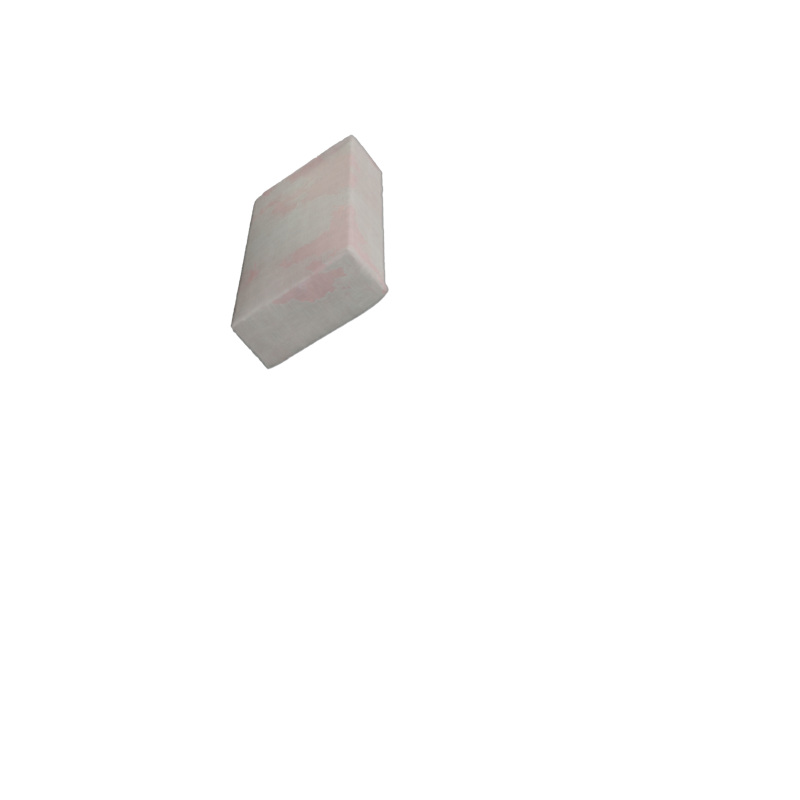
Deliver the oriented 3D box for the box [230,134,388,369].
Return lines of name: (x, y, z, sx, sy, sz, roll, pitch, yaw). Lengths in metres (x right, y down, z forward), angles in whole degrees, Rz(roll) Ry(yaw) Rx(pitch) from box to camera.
box: (-0.058, -0.104, 0.731, 0.093, 0.045, 0.188, -31, 31, 17)
